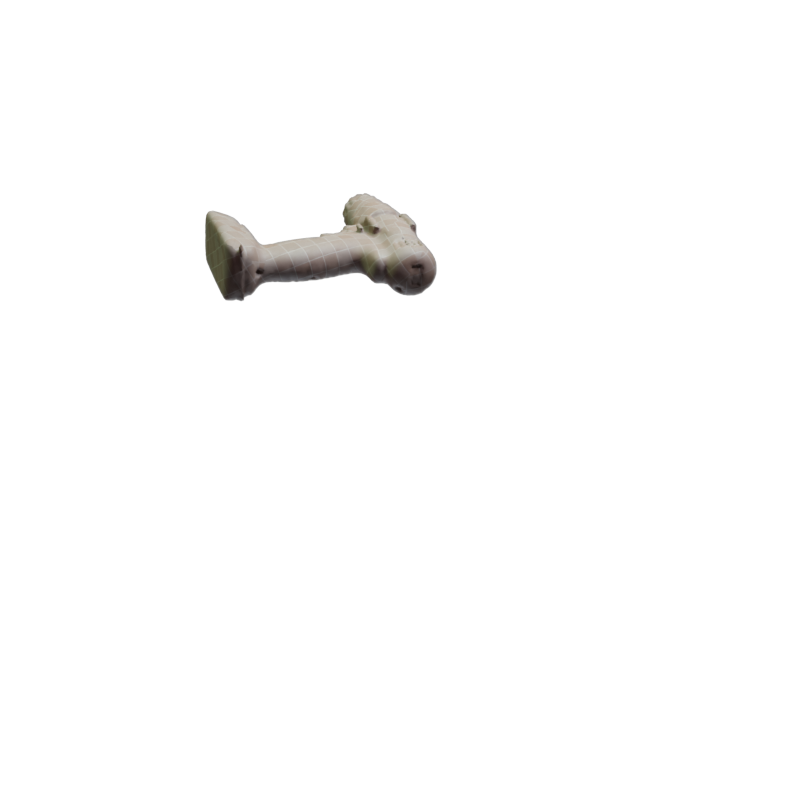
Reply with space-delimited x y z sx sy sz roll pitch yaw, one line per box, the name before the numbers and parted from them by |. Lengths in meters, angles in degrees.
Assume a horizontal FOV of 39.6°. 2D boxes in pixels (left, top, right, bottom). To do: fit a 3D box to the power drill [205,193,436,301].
power drill | -0.078 -0.143 1.000 0.185 0.055 0.197 -7 26 -14
